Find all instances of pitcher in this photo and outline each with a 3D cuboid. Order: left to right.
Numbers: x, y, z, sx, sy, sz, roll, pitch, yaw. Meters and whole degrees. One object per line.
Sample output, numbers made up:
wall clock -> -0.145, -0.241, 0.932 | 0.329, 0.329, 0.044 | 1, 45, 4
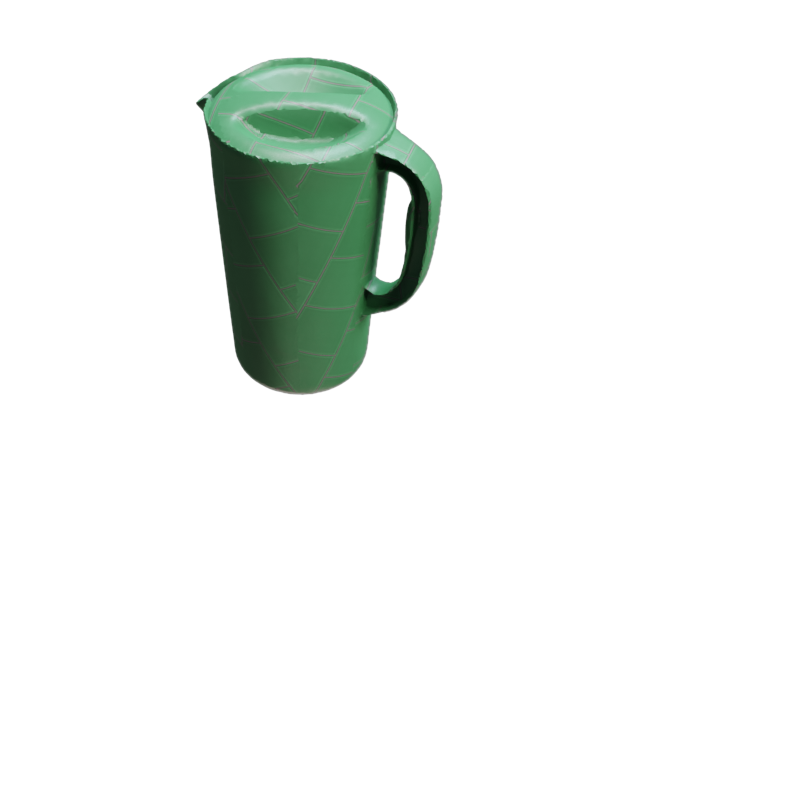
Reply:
pitcher -> -0.064, -0.117, 0.822 | 0.143, 0.226, 0.162 | -12, 45, -15
